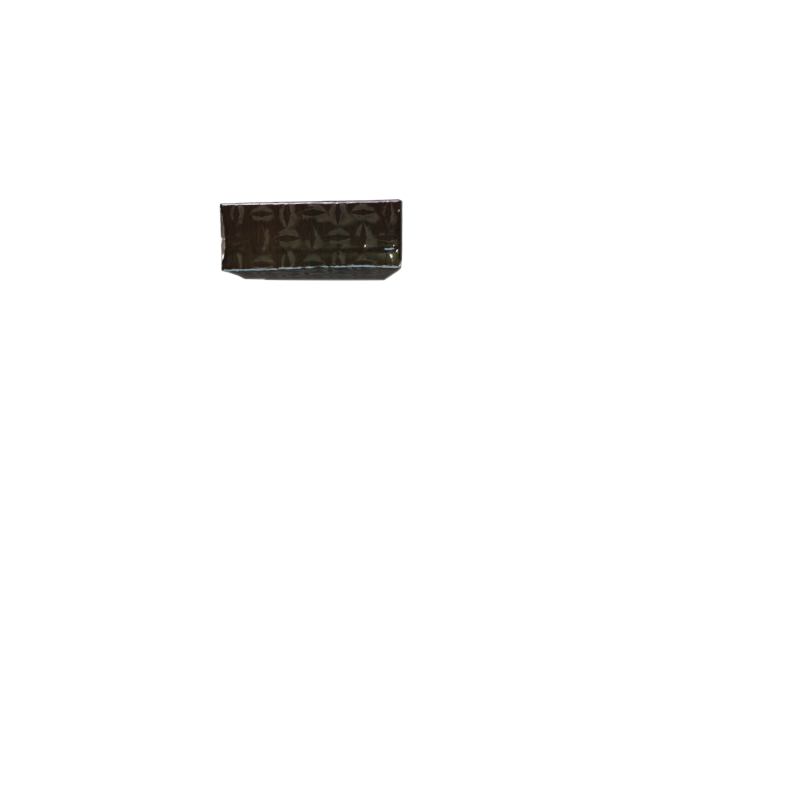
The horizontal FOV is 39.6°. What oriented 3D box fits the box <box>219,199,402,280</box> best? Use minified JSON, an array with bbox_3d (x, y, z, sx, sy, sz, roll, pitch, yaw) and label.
[{"bbox_3d":[-0.046,-0.084,0.590,0.090,0.039,0.113,0,2,-1],"label":"box"}]
